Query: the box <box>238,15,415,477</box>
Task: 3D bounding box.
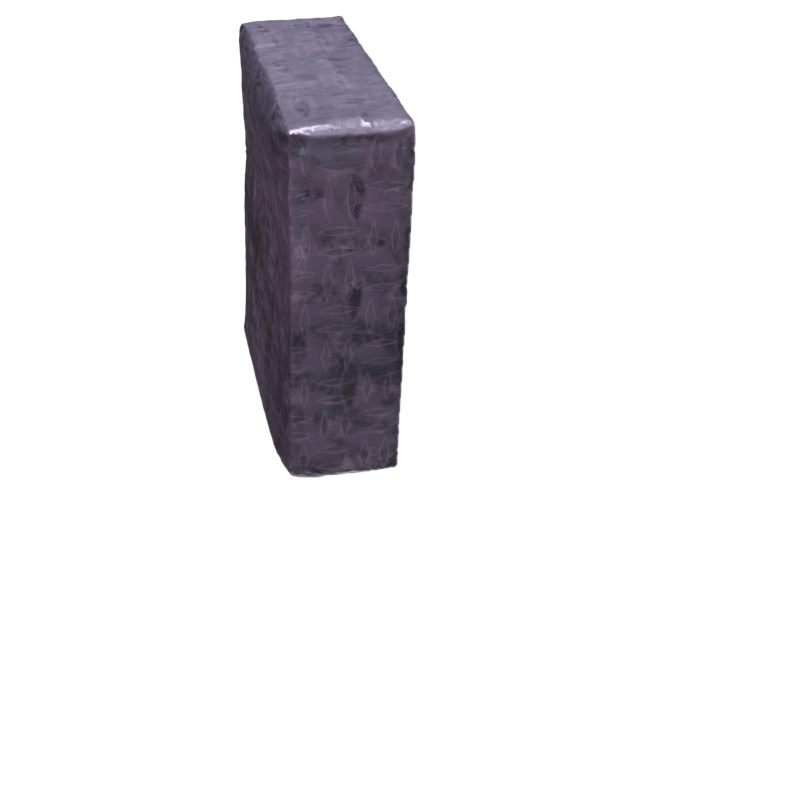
[{"bbox_3d":[-0.050,-0.090,0.634,0.071,0.201,0.177,-6,34,-13],"label":"box"}]
